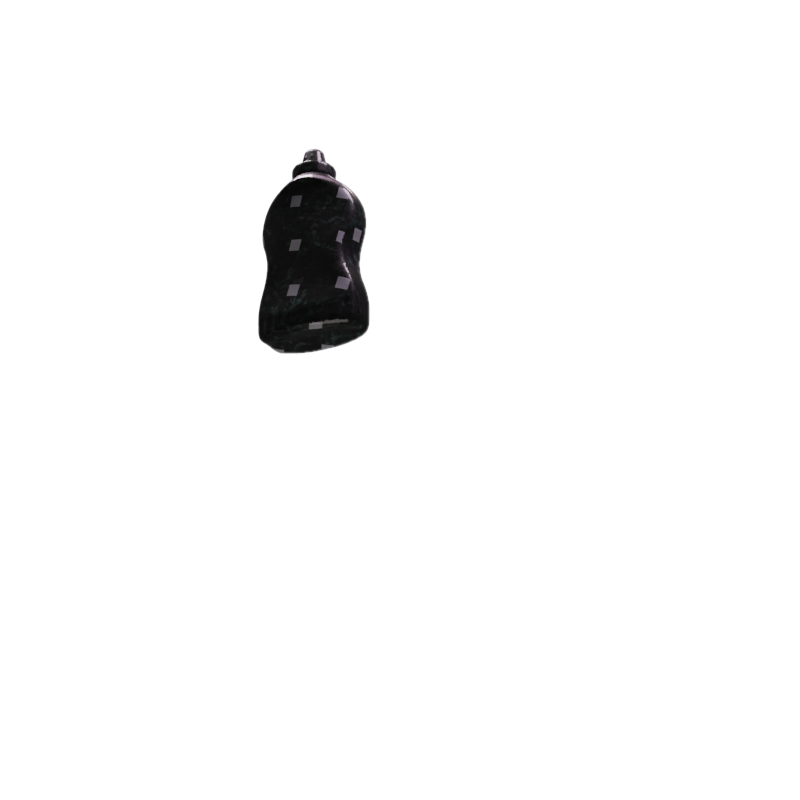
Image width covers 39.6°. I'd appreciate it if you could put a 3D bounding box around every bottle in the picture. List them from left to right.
[{"bbox_3d":[-0.077,-0.141,0.990,0.097,0.204,0.054,-15,-31,24],"label":"bottle"}]
